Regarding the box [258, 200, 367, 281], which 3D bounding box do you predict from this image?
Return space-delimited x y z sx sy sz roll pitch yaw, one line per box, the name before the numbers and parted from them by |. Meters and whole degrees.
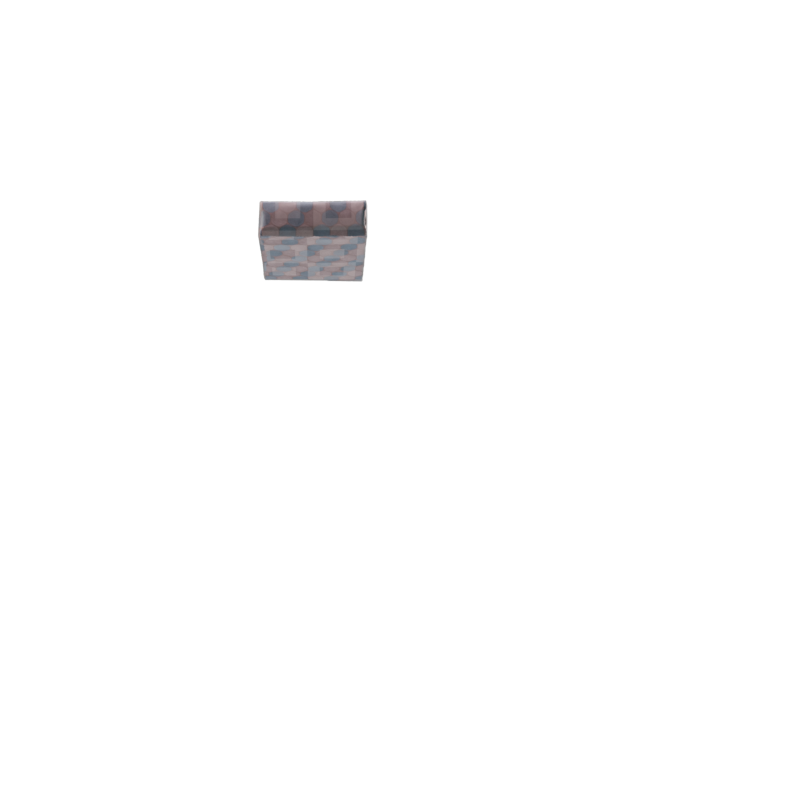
box | -0.061 -0.111 0.780 0.073 0.031 0.086 0 -15 -2
